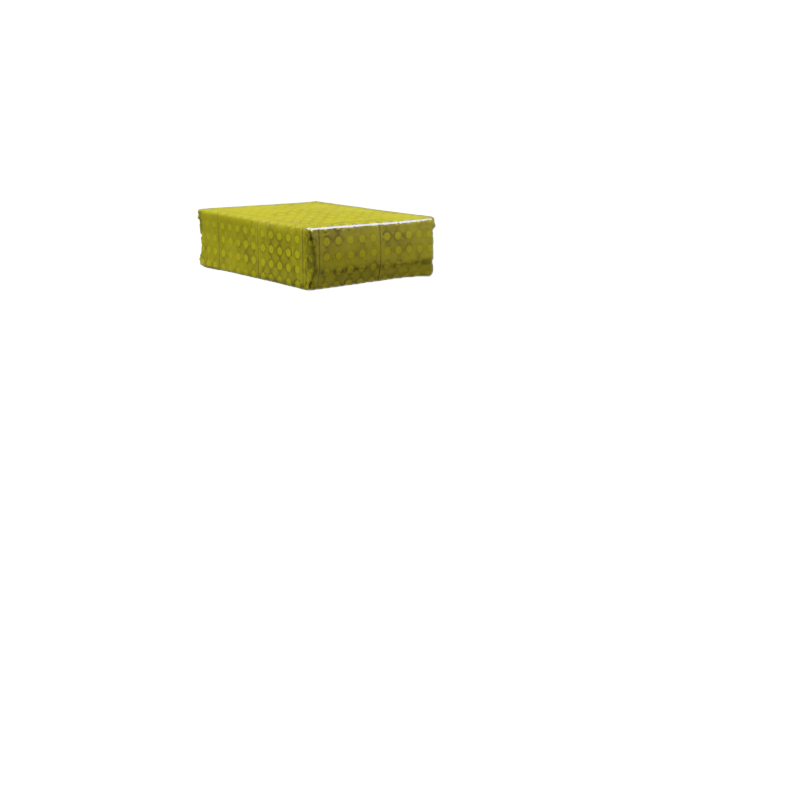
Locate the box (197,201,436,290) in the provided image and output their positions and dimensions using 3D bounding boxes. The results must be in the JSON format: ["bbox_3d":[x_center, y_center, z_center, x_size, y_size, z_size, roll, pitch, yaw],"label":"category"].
[{"bbox_3d":[-0.050,-0.091,0.637,0.087,0.038,0.119,-10,16,-39],"label":"box"}]
